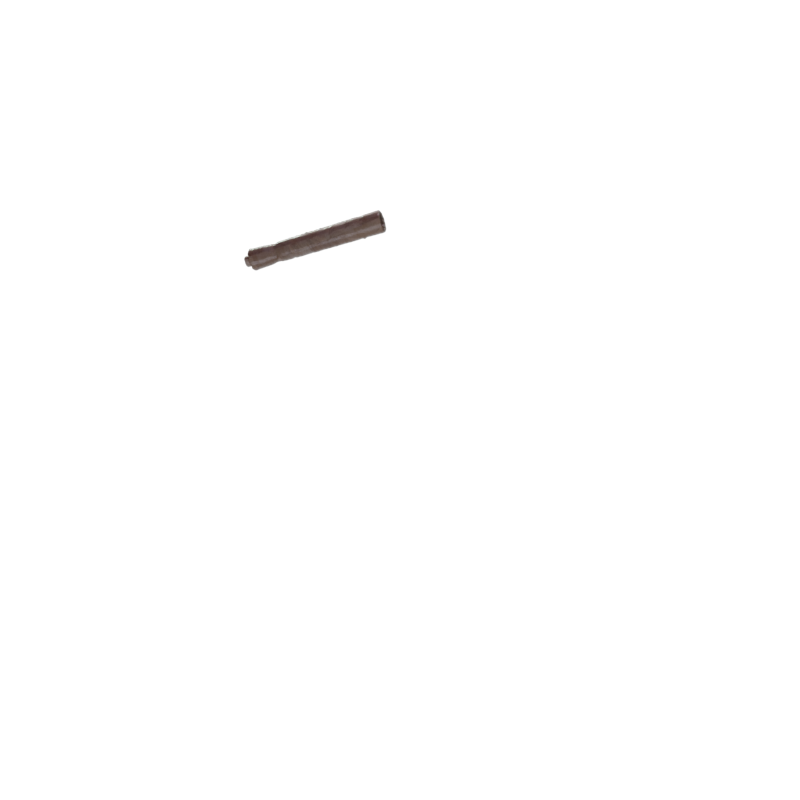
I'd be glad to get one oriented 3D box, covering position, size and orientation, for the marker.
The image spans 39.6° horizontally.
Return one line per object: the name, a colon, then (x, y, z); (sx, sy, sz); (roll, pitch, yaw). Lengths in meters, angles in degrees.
marker: (-0.071, -0.130, 0.911); (0.122, 0.020, 0.019); (-15, 1, 15)
